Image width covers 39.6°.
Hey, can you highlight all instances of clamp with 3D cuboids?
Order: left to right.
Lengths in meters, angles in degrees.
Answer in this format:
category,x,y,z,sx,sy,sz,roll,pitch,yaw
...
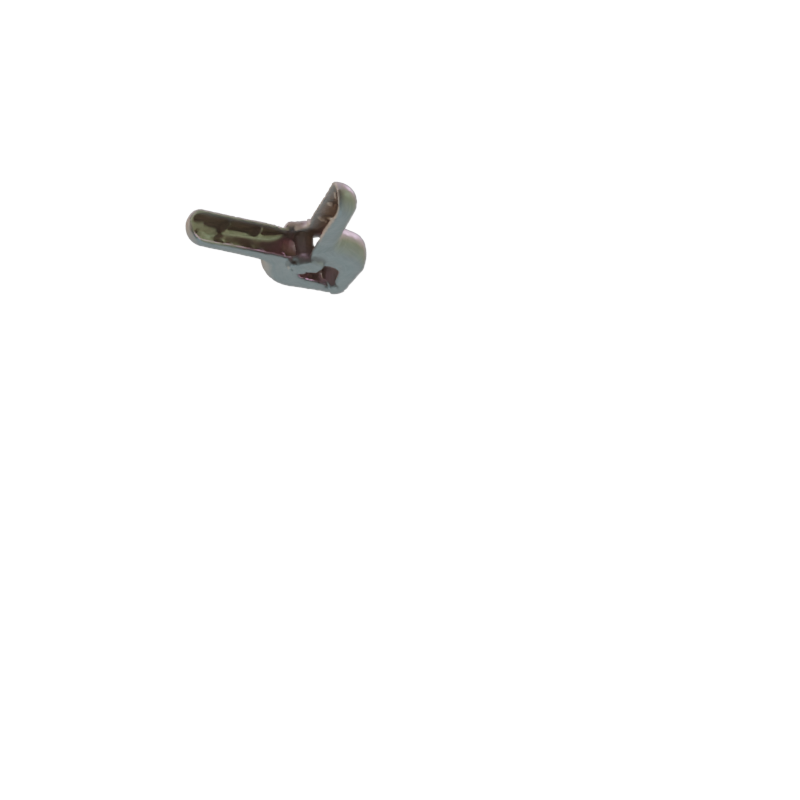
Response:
category,x,y,z,sx,sy,sz,roll,pitch,yaw
clamp,-0.063,-0.115,0.804,0.123,0.040,0.162,-4,-9,24
